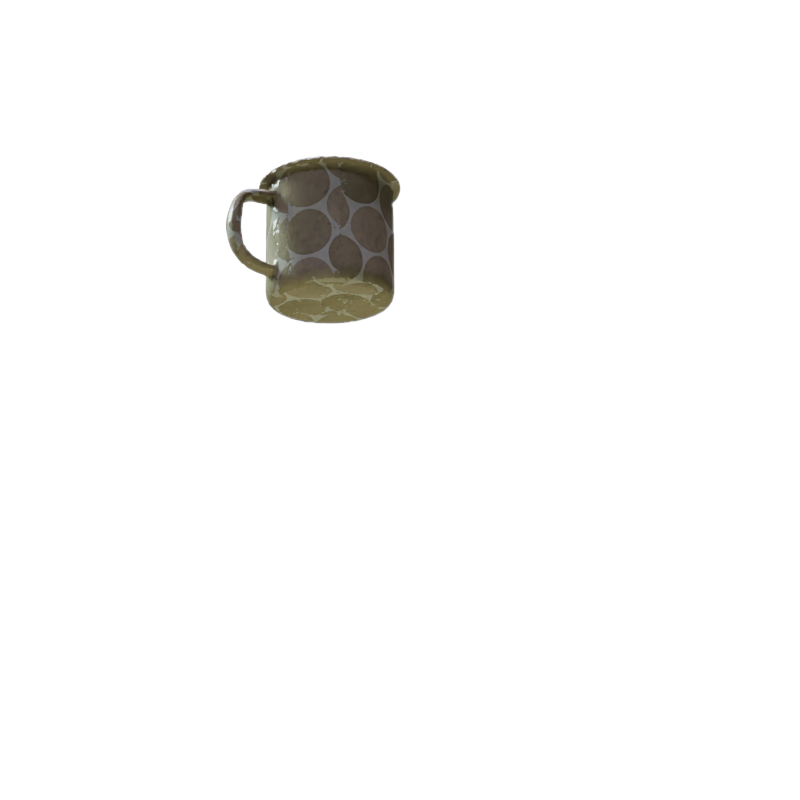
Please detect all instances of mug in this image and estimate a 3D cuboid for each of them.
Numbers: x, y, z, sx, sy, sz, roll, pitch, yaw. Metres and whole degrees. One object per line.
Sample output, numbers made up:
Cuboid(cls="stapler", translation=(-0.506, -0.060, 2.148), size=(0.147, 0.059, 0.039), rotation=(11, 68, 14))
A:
Cuboid(cls="mug", translation=(-0.055, -0.101, 0.707), size=(0.112, 0.086, 0.093), rotation=(10, -22, -28))
